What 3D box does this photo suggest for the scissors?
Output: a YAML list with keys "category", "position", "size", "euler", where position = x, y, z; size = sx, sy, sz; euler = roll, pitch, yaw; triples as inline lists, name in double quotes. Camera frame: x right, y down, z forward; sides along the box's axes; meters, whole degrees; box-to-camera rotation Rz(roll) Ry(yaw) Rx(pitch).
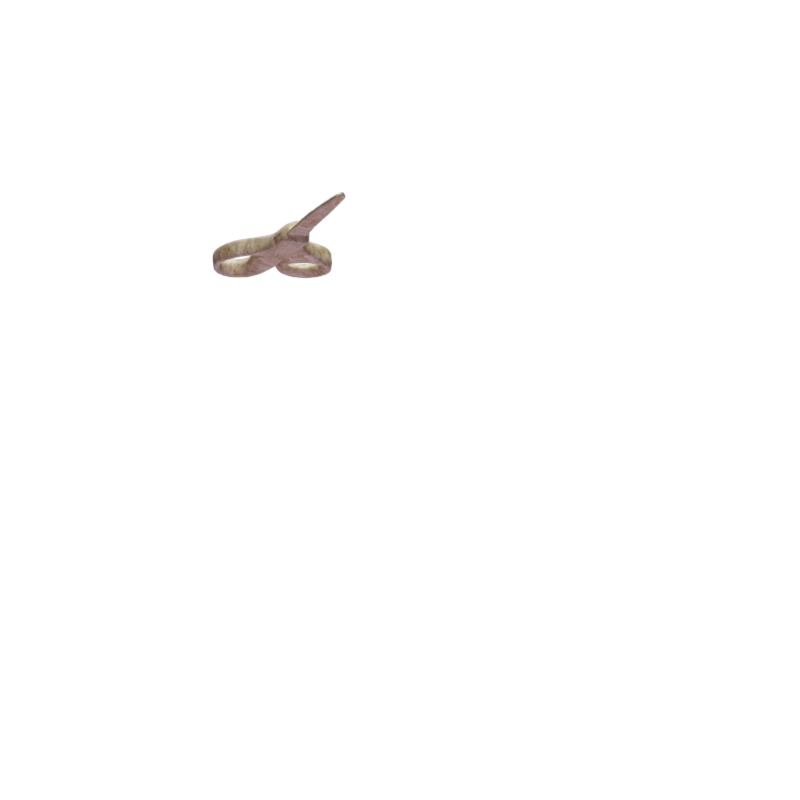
- category: "scissors"
  position: [-0.060, -0.109, 0.766]
  size: [0.092, 0.016, 0.205]
  euler: [5, -9, -36]
